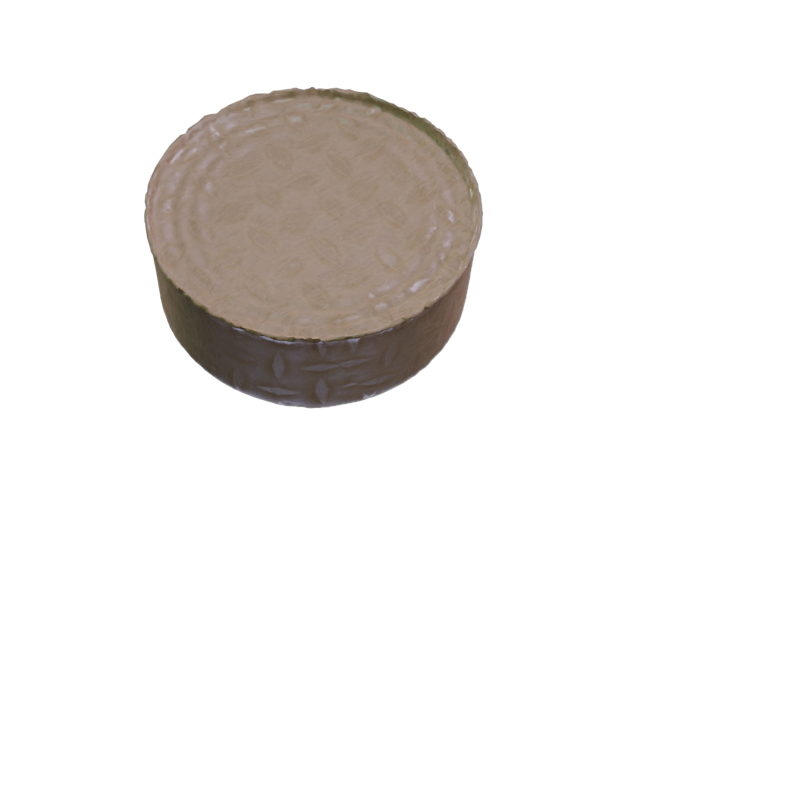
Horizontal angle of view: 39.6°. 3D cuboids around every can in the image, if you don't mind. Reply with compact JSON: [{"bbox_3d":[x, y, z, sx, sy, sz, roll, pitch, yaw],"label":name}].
[{"bbox_3d":[-0.023,-0.042,0.294,0.086,0.092,0.031,-1,-36,-1],"label":"can"}]
